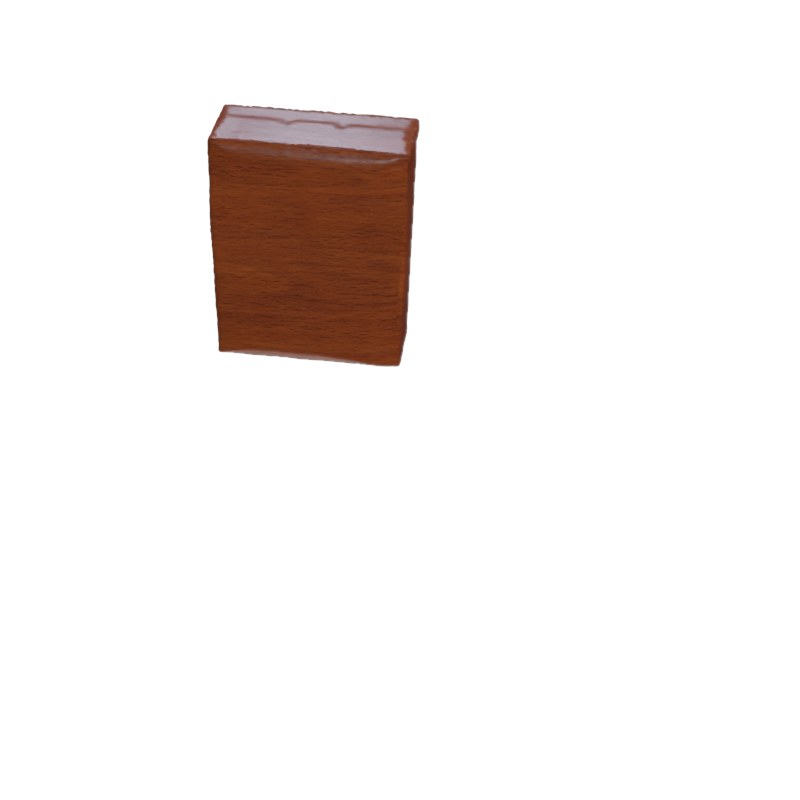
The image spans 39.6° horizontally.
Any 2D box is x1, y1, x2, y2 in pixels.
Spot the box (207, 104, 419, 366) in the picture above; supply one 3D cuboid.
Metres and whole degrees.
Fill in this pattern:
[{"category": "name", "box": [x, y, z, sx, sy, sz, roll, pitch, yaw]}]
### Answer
[{"category": "box", "box": [-0.073, -0.133, 0.932, 0.166, 0.200, 0.076, 7, 36, 6]}]
